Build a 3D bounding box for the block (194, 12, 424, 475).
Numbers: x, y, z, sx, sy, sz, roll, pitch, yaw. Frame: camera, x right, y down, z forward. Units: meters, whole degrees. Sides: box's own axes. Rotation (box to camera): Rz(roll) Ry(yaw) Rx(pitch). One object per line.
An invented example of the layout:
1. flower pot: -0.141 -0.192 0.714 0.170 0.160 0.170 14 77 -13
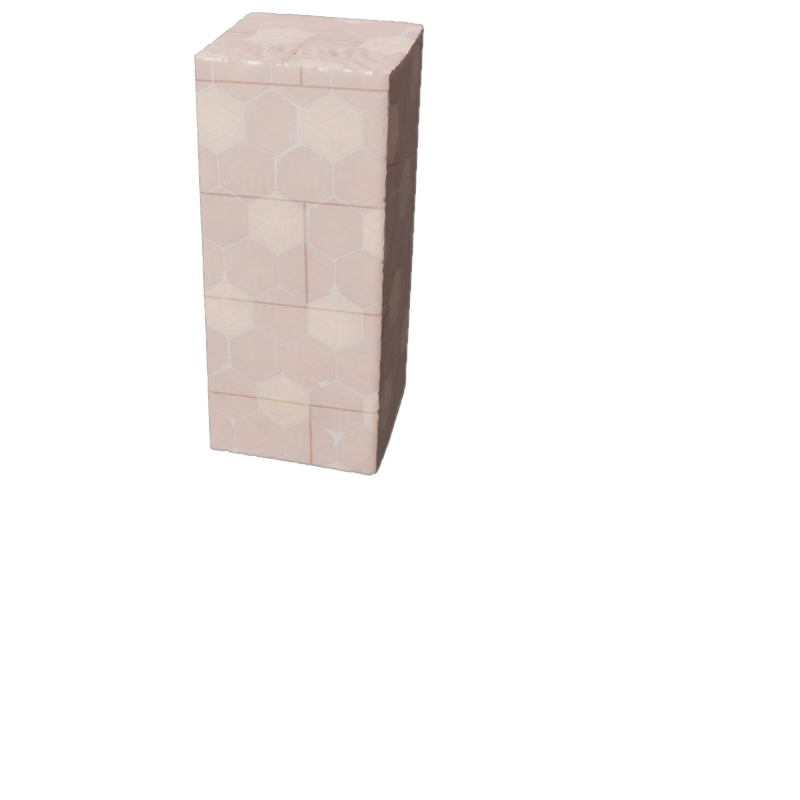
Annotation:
1. block: -0.043 -0.079 0.552 0.092 0.195 0.094 7 28 10
